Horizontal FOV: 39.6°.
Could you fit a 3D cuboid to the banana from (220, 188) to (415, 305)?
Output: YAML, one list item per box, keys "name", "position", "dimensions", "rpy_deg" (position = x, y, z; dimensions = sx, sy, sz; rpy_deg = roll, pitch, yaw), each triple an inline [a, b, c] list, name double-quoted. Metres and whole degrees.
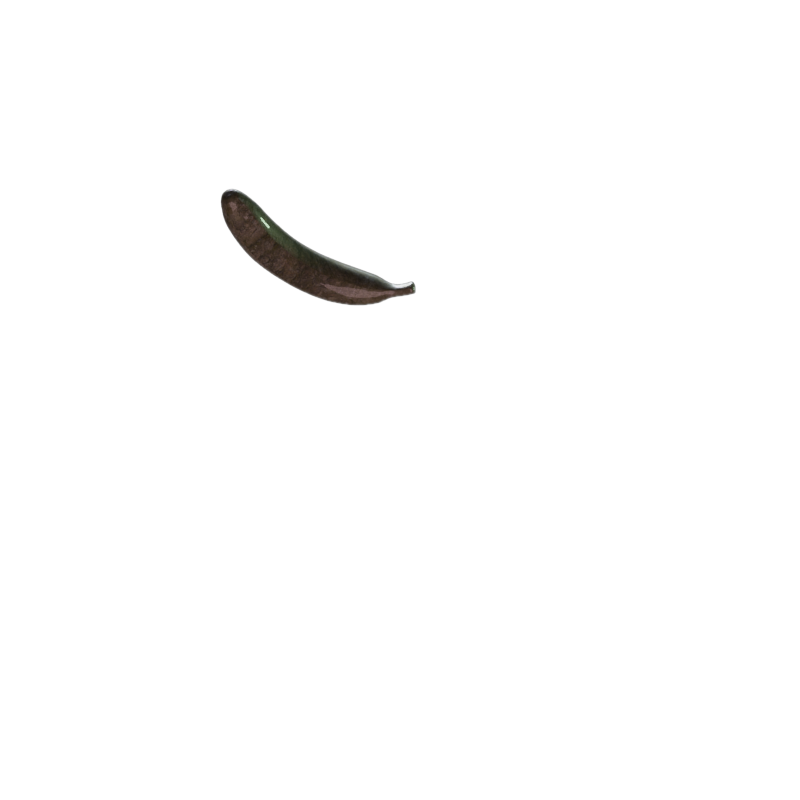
- name: "banana"
  position: [-0.083, -0.126, 0.964]
  dimensions: [0.188, 0.039, 0.068]
  rpy_deg: [23, -45, -26]
